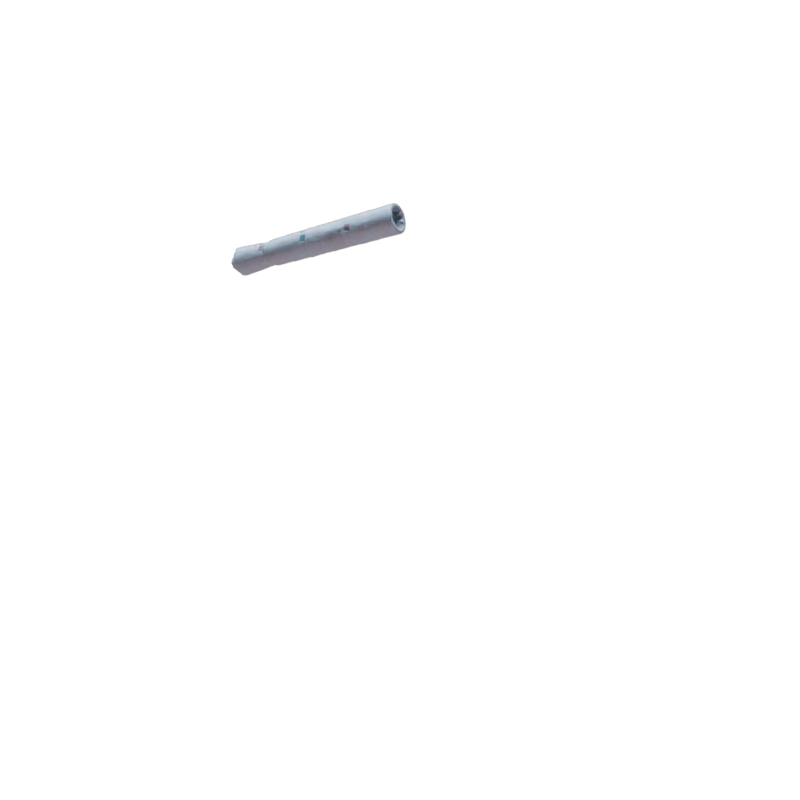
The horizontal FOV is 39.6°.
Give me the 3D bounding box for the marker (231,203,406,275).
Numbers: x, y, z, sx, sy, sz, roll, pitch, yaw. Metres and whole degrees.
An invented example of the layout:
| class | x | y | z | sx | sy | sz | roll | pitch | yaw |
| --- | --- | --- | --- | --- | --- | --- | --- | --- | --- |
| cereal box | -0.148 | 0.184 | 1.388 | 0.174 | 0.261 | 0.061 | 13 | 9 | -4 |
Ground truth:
| class | x | y | z | sx | sy | sz | roll | pitch | yaw |
| --- | --- | --- | --- | --- | --- | --- | --- | --- | --- |
| marker | -0.053 | -0.097 | 0.679 | 0.123 | 0.020 | 0.019 | -10 | -2 | 31 |
